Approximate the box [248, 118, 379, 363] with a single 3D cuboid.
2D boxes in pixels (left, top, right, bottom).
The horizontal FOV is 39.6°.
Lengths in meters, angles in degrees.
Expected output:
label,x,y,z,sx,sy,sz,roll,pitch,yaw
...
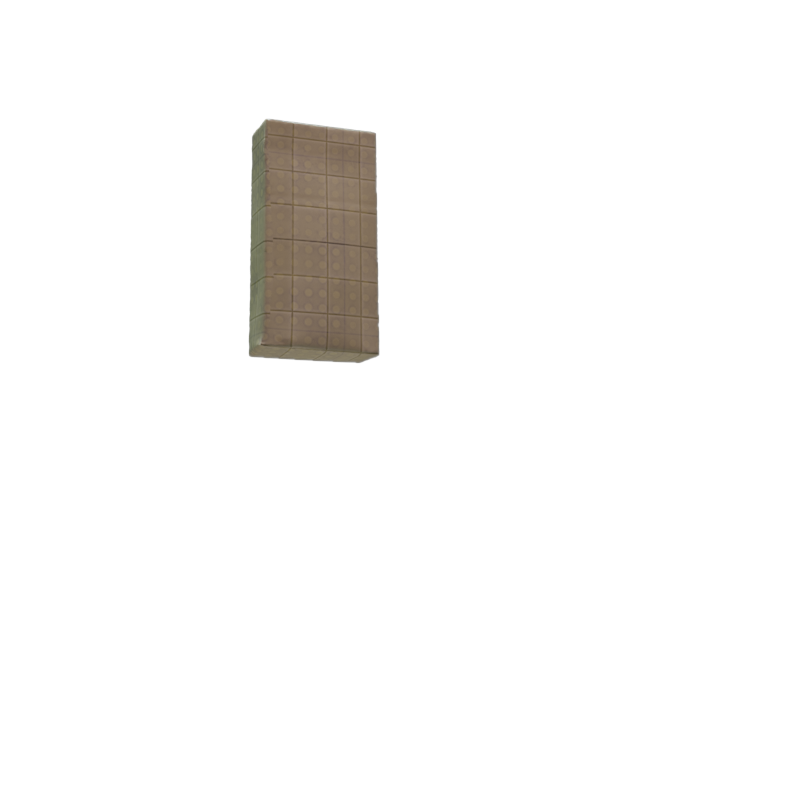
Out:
label,x,y,z,sx,sy,sz,roll,pitch,yaw
box,-0.066,-0.120,0.841,0.091,0.183,0.047,5,-17,-20
